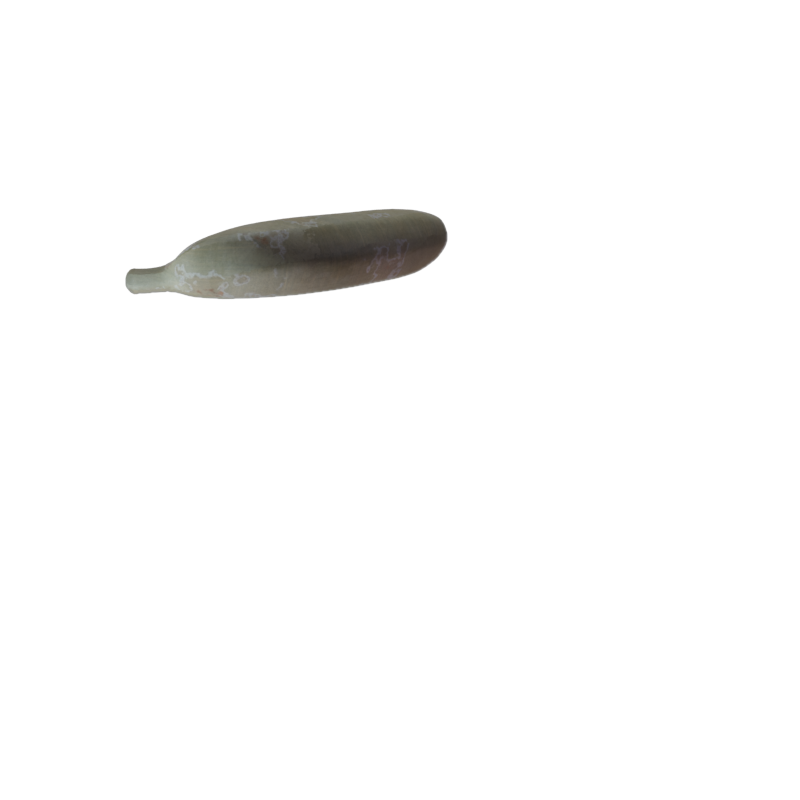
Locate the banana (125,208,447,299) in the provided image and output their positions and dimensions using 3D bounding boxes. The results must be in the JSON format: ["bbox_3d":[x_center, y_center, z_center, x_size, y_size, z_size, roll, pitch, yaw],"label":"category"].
[{"bbox_3d":[-0.036,-0.077,0.561,0.193,0.036,0.073,-12,19,-36],"label":"banana"}]
